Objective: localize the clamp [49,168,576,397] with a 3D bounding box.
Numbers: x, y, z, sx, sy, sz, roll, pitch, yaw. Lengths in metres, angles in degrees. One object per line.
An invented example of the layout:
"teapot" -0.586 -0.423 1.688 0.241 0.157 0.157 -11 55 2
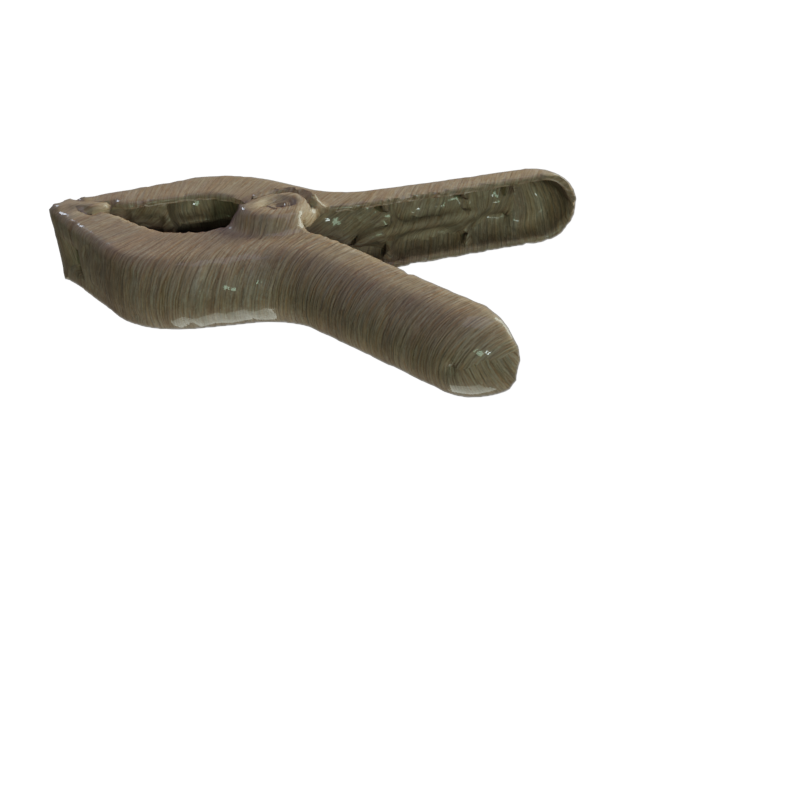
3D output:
"clamp" -0.028 -0.051 0.356 0.178 0.037 0.121 13 29 24
